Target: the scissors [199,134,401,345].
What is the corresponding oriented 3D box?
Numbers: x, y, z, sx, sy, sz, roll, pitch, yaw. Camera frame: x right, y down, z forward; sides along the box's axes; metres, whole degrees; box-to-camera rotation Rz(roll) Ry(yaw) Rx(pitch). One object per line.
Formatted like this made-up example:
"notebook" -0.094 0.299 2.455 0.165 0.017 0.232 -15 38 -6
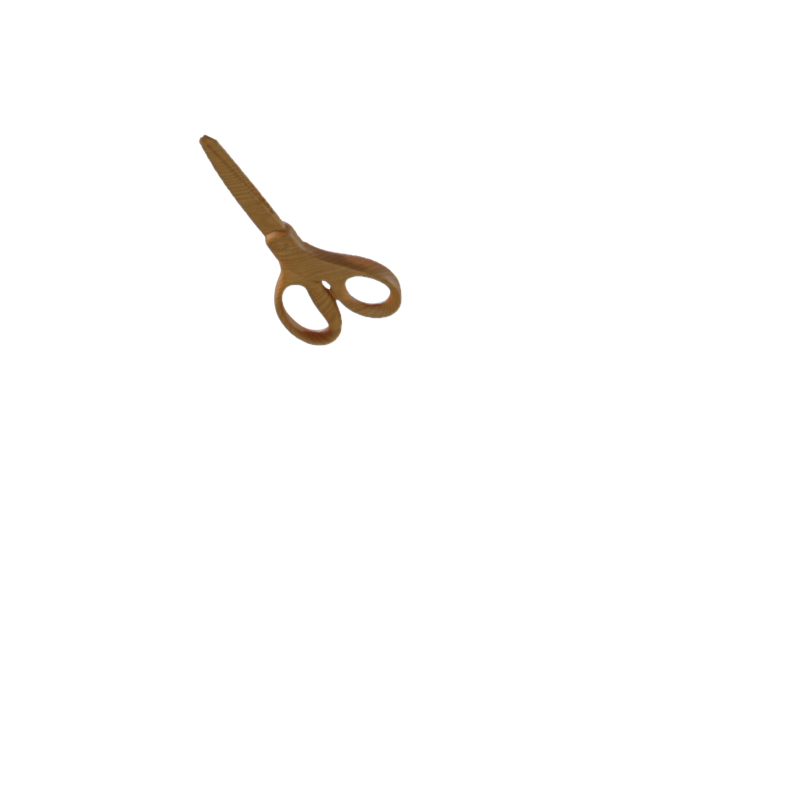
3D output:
"scissors" -0.056 -0.101 0.710 0.097 0.017 0.186 -6 -38 7
